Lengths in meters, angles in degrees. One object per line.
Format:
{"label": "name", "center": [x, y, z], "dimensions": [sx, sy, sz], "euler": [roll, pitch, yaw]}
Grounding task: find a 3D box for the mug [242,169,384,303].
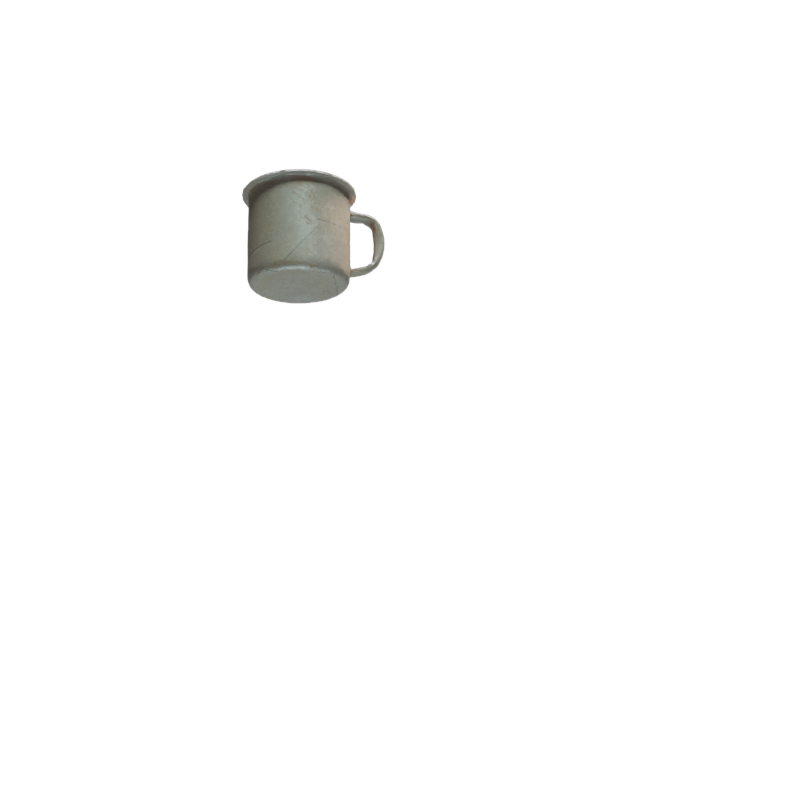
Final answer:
{"label": "mug", "center": [-0.070, -0.127, 0.892], "dimensions": [0.115, 0.086, 0.091], "euler": [5, -21, -15]}
